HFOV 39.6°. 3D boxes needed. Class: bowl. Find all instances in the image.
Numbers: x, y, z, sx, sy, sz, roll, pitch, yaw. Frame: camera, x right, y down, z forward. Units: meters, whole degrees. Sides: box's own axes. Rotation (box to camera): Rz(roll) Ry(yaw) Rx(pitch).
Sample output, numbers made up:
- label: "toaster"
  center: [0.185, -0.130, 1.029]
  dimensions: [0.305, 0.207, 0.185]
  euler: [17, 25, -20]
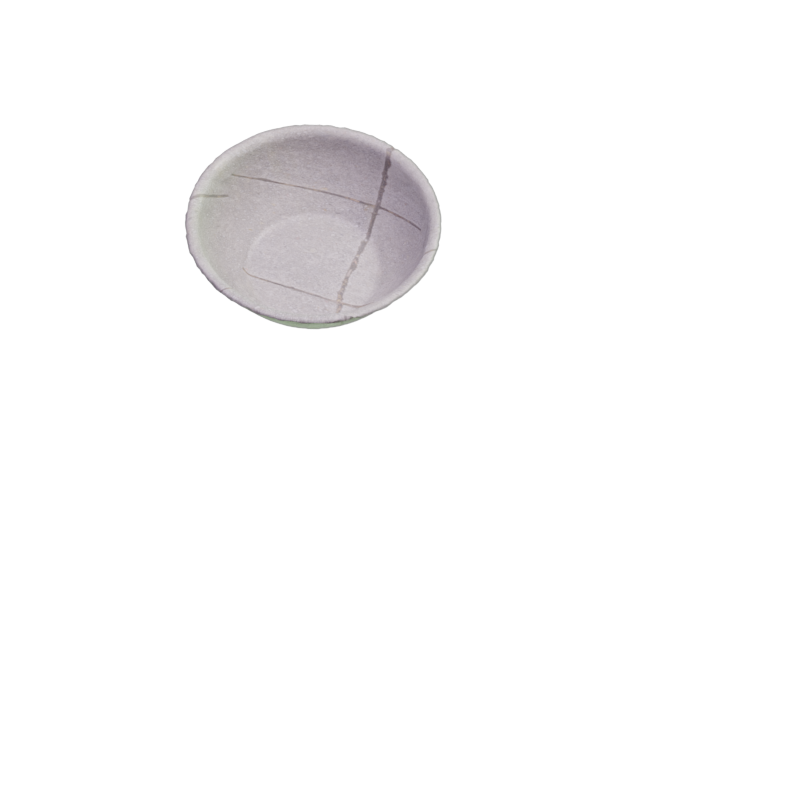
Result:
- label: "bowl"
  center: [-0.056, -0.102, 0.716]
  dimensions: [0.162, 0.174, 0.051]
  euler: [-1, -35, -1]
